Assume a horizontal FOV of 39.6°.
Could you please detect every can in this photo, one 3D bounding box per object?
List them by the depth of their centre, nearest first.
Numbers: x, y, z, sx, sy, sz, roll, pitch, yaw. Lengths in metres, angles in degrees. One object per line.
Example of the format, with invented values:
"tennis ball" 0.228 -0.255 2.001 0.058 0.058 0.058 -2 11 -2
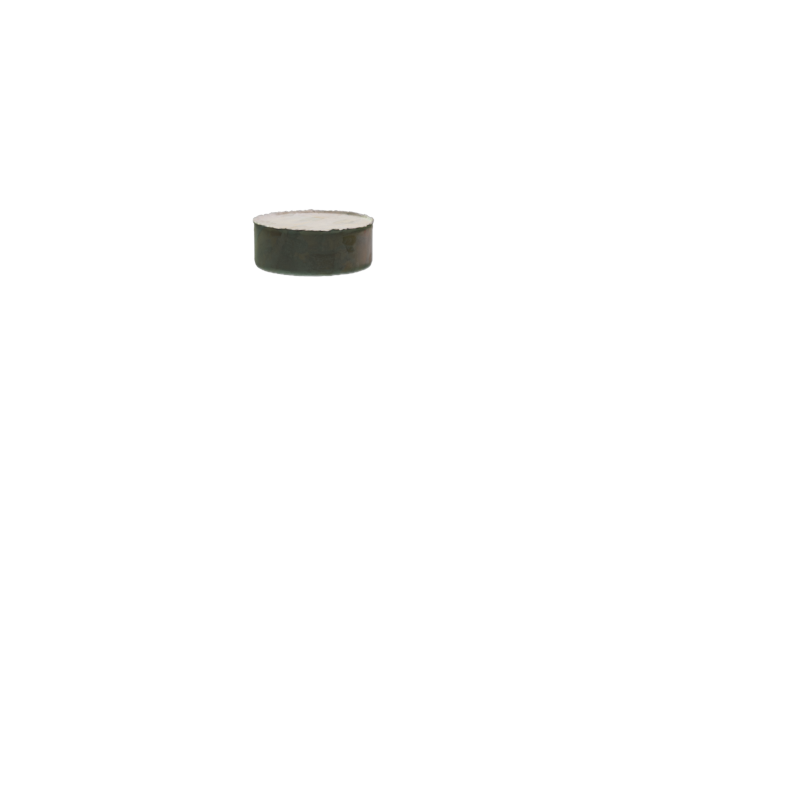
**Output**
"can" -0.062 -0.112 0.786 0.086 0.032 0.089 -1 17 -2
